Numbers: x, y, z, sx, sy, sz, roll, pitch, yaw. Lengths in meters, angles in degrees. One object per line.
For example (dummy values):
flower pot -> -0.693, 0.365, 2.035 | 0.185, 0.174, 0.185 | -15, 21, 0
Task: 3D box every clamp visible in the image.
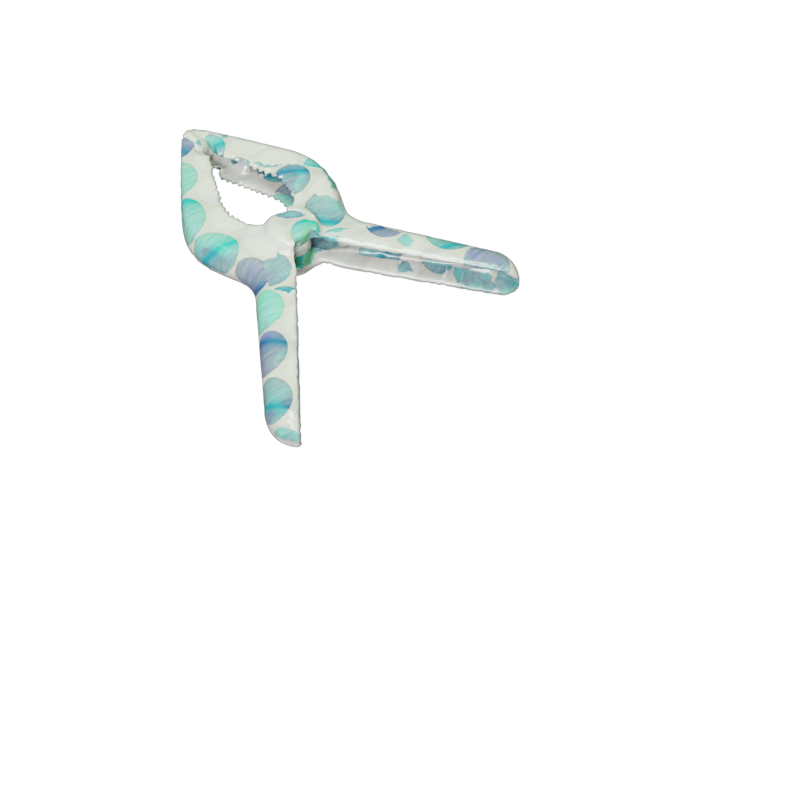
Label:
clamp -> -0.049, -0.089, 0.625 | 0.164, 0.225, 0.034 | -28, -32, -19
